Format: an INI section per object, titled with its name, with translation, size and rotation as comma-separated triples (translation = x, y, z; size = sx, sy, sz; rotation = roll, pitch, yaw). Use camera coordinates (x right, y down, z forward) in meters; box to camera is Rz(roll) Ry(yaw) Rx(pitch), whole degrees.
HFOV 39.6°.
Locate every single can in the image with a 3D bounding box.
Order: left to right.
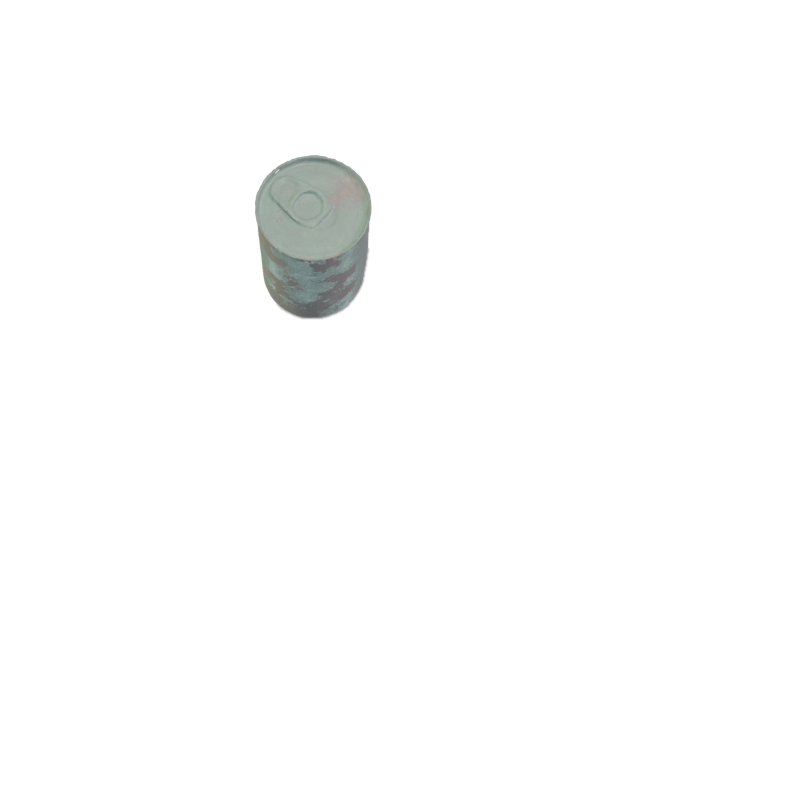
[can]
translation = -0.054, -0.098, 0.688
size = 0.068, 0.072, 0.098
rotation = 0, -19, -3
